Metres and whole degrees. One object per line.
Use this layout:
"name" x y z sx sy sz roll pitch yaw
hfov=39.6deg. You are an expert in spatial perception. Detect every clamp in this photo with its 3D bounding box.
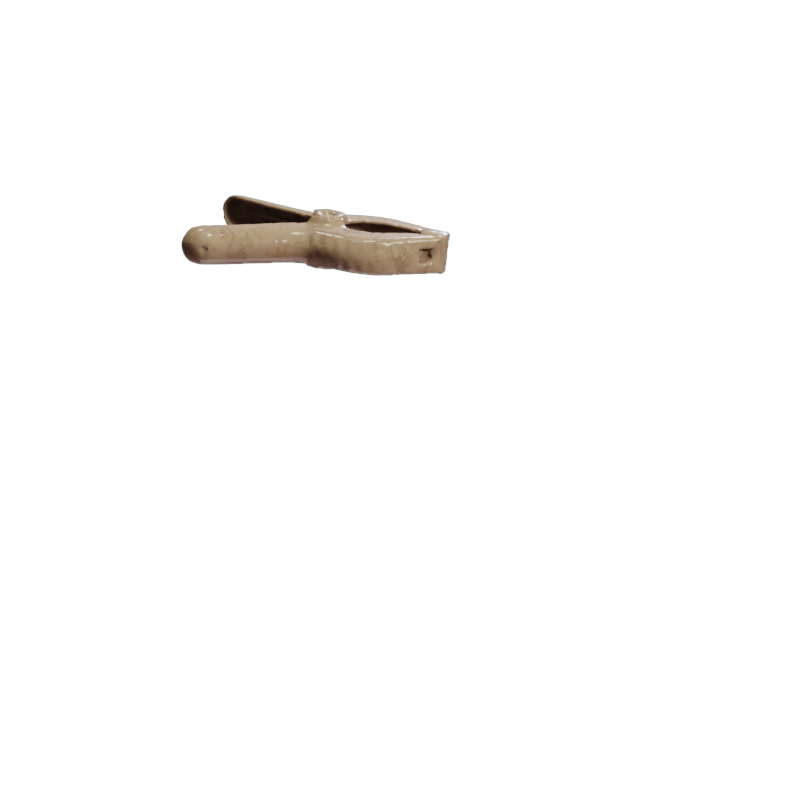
"clamp" -0.057 -0.104 0.731 0.176 0.037 0.123 8 27 15
